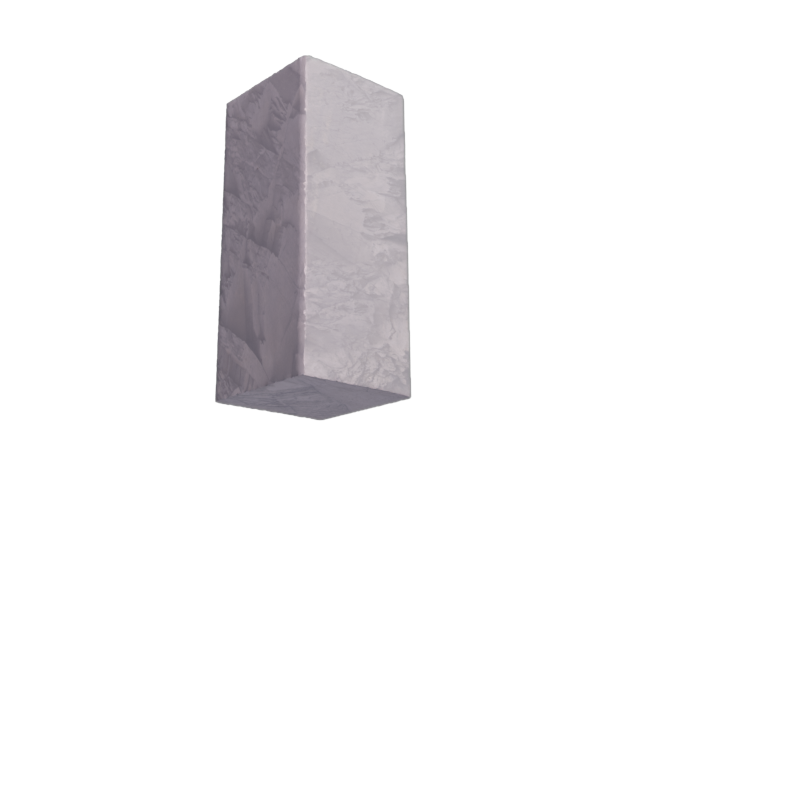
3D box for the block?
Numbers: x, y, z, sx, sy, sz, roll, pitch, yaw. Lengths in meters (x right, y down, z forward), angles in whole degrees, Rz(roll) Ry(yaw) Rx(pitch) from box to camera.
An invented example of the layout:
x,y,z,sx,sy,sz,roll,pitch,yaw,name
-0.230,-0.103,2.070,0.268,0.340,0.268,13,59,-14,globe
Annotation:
x,y,z,sx,sy,sz,roll,pitch,yaw,name
-0.055,-0.102,0.712,0.085,0.216,0.092,15,-25,-40,block
